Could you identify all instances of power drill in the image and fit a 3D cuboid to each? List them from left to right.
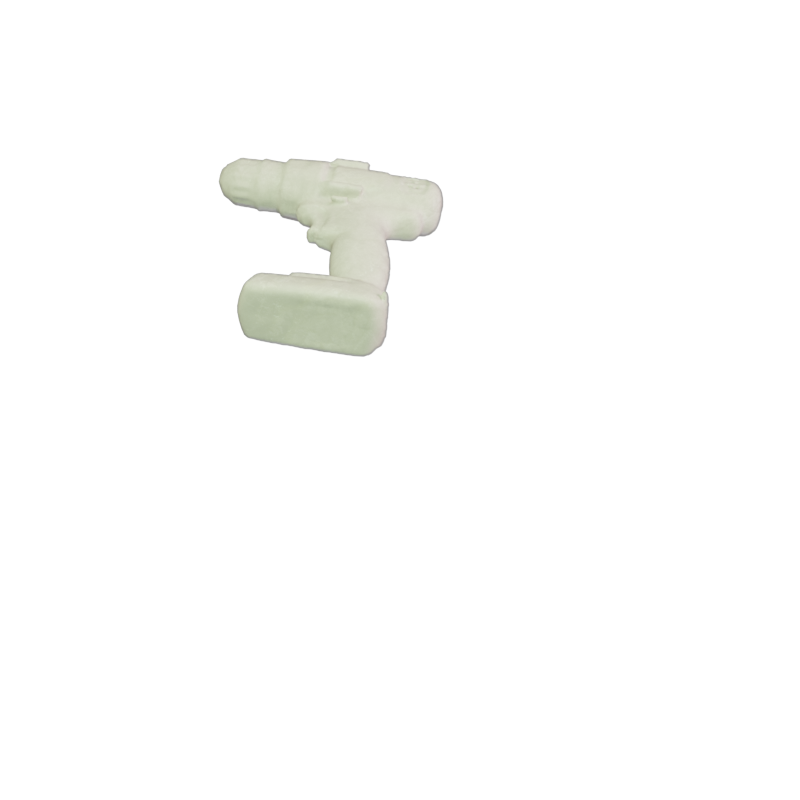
[{"bbox_3d":[-0.067,-0.121,0.850,0.187,0.053,0.199,7,43,7],"label":"power drill"}]
